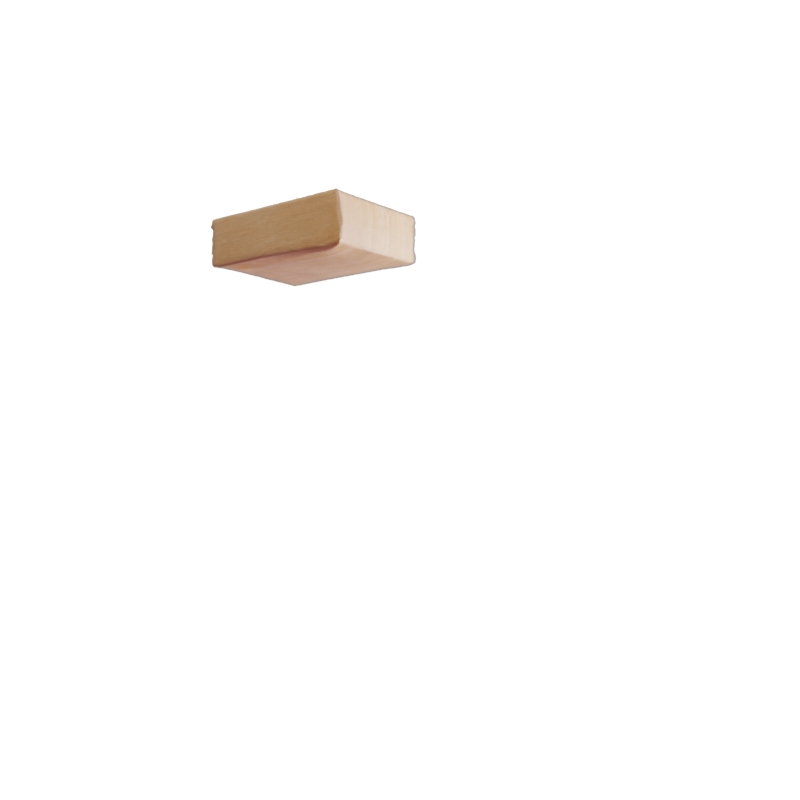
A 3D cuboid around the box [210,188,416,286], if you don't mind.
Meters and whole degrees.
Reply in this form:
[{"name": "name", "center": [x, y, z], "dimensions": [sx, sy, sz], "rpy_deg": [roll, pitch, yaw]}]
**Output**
[{"name": "box", "center": [-0.060, -0.108, 0.760], "dimensions": [0.117, 0.040, 0.085], "rpy_deg": [-4, -7, 37]}]
